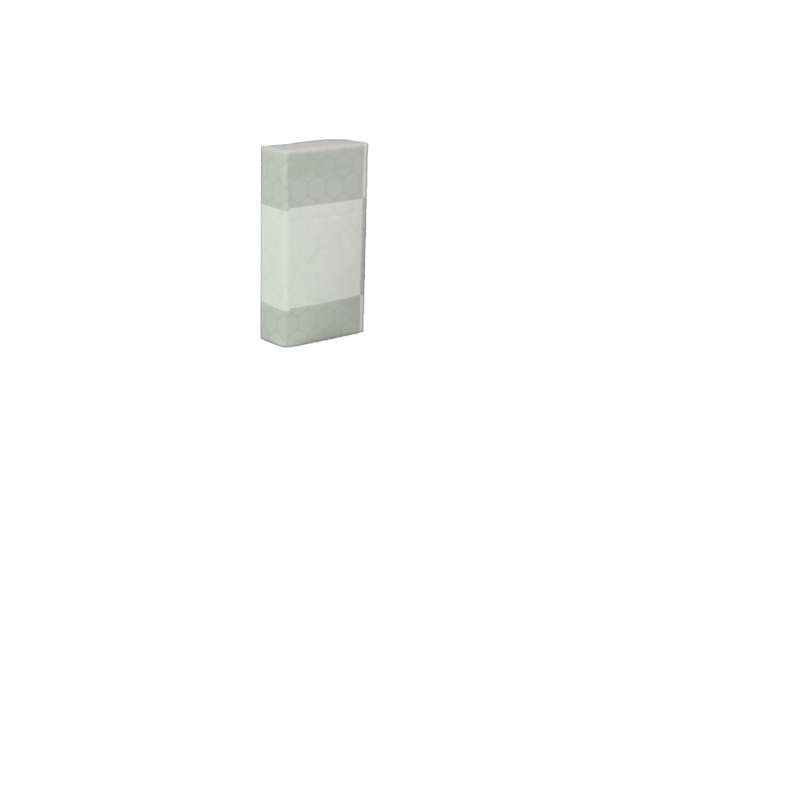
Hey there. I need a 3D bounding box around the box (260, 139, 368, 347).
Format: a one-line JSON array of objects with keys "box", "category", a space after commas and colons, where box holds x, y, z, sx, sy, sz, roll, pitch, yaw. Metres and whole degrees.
[{"box": [-0.077, -0.140, 0.983, 0.091, 0.171, 0.051, -10, 16, -38], "category": "box"}]
